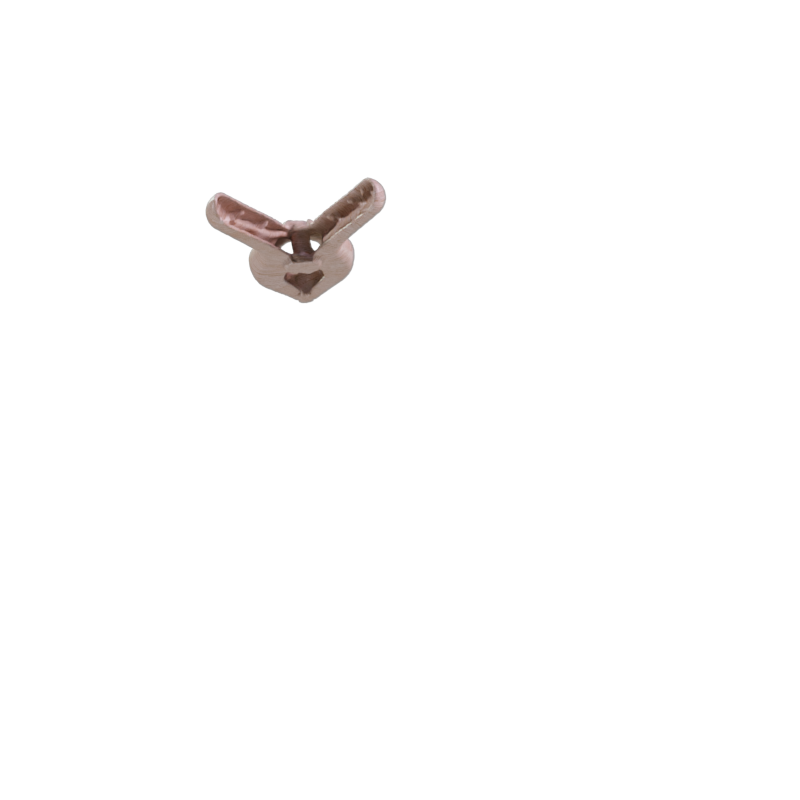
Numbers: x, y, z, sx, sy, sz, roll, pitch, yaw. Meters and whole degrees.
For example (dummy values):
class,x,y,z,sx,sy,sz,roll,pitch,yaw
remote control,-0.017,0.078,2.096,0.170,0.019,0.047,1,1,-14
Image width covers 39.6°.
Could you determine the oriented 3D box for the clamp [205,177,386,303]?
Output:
class,x,y,z,sx,sy,sz,roll,pitch,yaw
clamp,-0.063,-0.115,0.804,0.121,0.041,0.163,-2,-14,8
